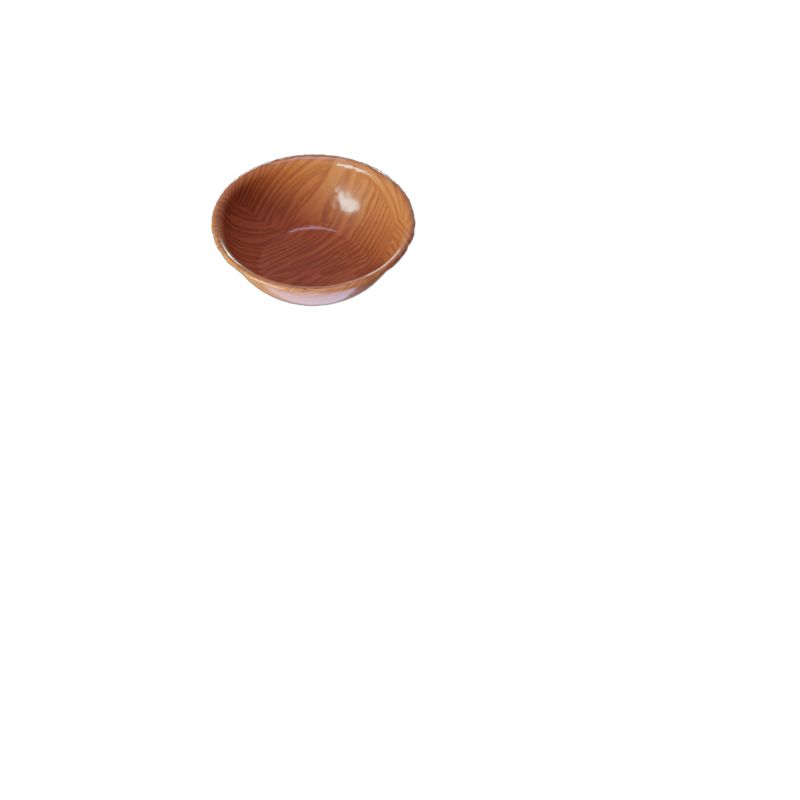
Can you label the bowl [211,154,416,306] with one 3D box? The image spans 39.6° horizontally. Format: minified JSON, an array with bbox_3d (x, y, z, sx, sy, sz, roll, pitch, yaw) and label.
[{"bbox_3d":[-0.070,-0.128,0.894,0.162,0.174,0.051,-1,-42,-1],"label":"bowl"}]
